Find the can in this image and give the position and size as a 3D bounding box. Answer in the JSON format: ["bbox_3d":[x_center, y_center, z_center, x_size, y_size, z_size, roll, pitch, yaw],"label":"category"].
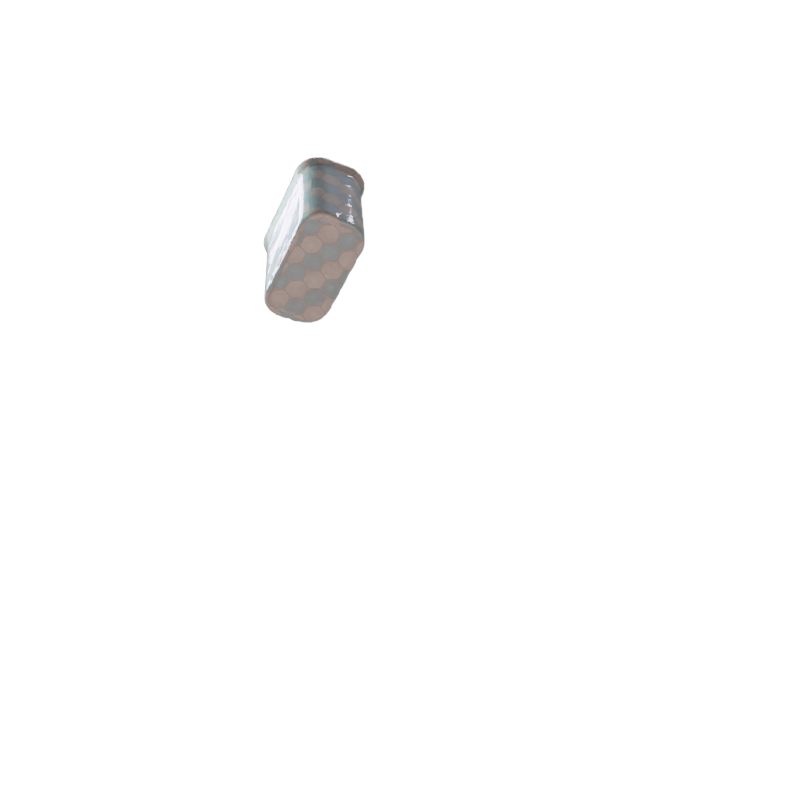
[{"bbox_3d":[-0.067,-0.122,0.851,0.056,0.098,0.090,20,32,-17],"label":"can"}]
